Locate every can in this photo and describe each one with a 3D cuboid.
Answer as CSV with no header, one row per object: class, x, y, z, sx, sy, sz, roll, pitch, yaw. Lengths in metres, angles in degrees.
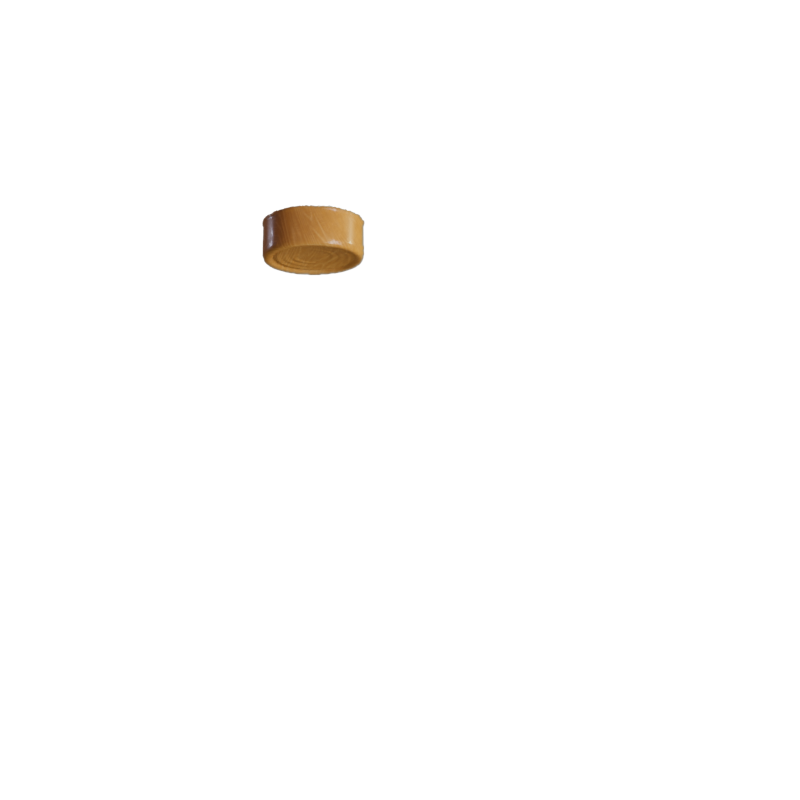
can,-0.073,-0.132,0.927,0.086,0.035,0.083,0,-13,-2
